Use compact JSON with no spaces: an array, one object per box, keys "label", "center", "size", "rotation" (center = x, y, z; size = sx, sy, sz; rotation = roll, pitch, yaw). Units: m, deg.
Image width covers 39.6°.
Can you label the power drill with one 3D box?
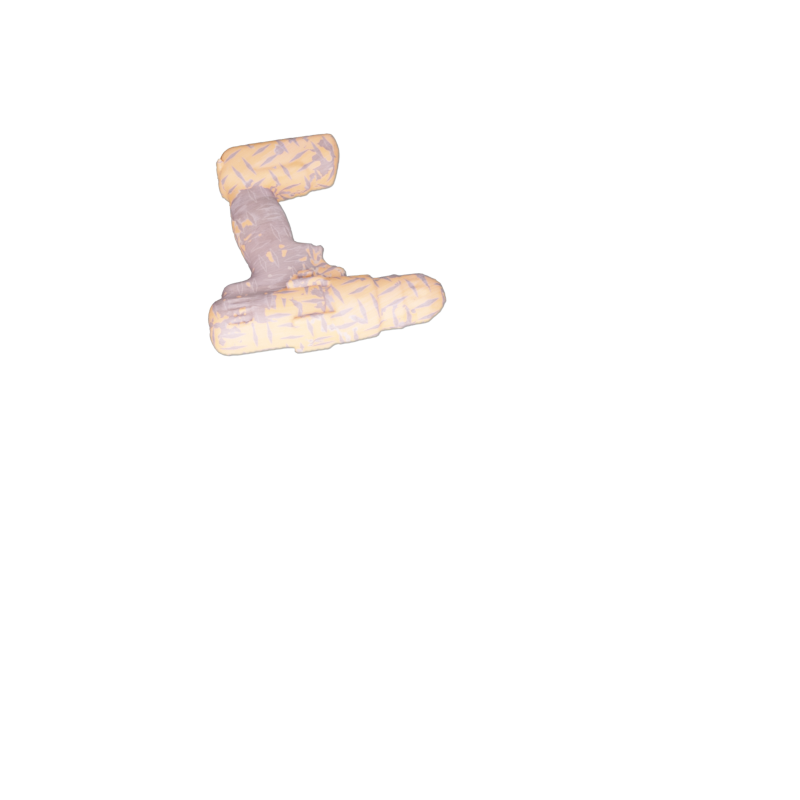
[{"label":"power drill","center":[-0.070,-0.128,0.894],"size":[0.183,0.202,0.054],"rotation":[-9,-34,-6]}]
